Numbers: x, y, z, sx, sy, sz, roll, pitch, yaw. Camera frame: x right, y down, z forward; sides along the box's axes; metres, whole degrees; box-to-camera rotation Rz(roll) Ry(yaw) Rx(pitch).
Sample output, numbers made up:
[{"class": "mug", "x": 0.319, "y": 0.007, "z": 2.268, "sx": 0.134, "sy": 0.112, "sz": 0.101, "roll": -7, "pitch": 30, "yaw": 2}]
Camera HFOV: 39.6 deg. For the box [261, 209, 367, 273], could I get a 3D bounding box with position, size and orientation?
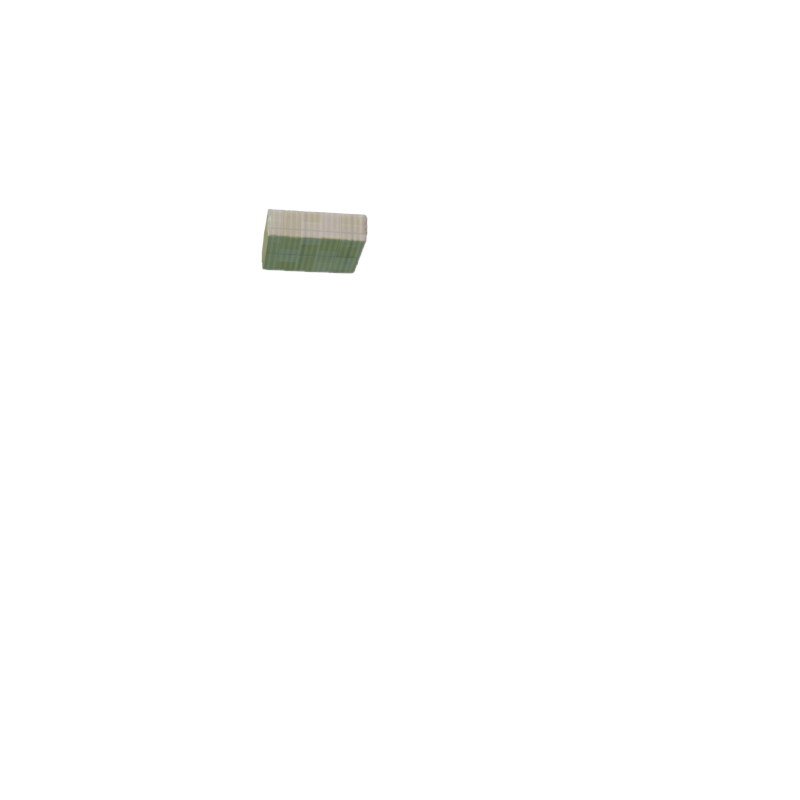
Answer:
[{"class": "box", "x": -0.078, "y": -0.142, "z": 0.996, "sx": 0.088, "sy": 0.032, "sz": 0.070, "roll": 2, "pitch": -19, "yaw": -7}]
